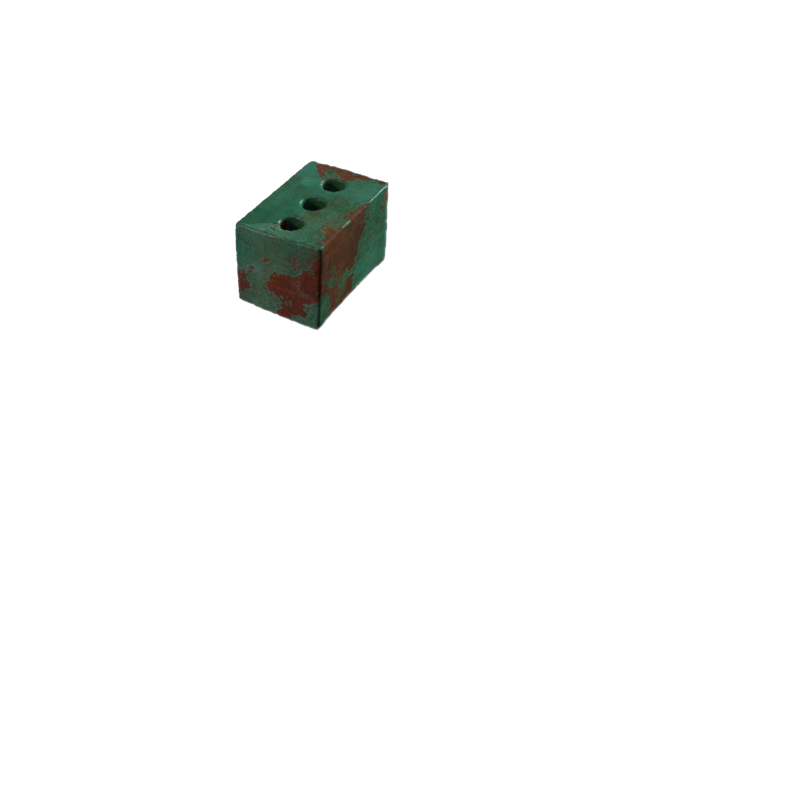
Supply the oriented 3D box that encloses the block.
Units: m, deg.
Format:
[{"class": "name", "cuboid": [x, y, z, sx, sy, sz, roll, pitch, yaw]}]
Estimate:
[{"class": "block", "cuboid": [-0.047, -0.086, 0.603, 0.055, 0.048, 0.080, 19, 42, 20]}]
